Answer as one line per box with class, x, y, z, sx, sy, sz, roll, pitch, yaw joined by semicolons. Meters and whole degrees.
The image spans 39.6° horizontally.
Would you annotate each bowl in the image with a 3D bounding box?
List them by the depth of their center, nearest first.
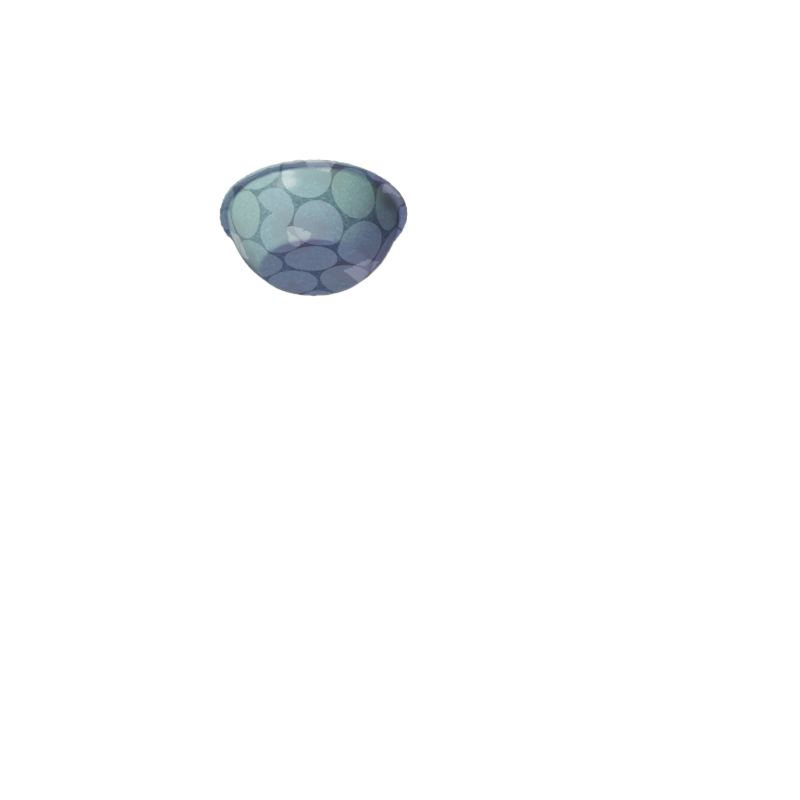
bowl;-0.074;-0.134;0.939;0.162;0.059;0.152;1;-28;-2
